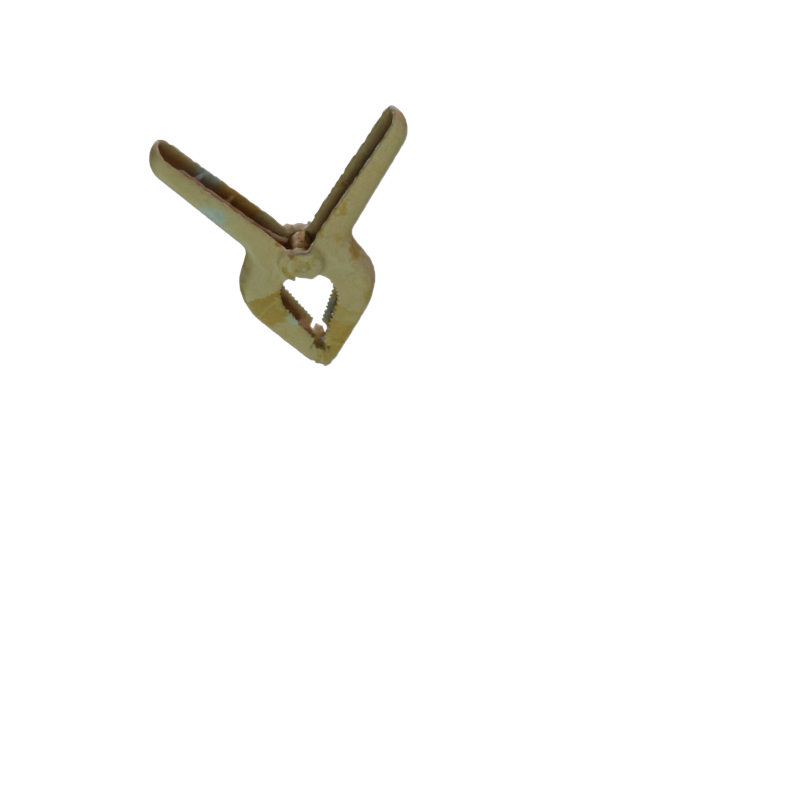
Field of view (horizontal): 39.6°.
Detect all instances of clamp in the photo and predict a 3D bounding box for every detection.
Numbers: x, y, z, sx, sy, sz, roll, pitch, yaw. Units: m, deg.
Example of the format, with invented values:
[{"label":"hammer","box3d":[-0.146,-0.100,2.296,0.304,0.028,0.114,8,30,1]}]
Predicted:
[{"label":"clamp","box3d":[-0.059,-0.107,0.752,0.166,0.194,0.039,-11,42,10]}]
